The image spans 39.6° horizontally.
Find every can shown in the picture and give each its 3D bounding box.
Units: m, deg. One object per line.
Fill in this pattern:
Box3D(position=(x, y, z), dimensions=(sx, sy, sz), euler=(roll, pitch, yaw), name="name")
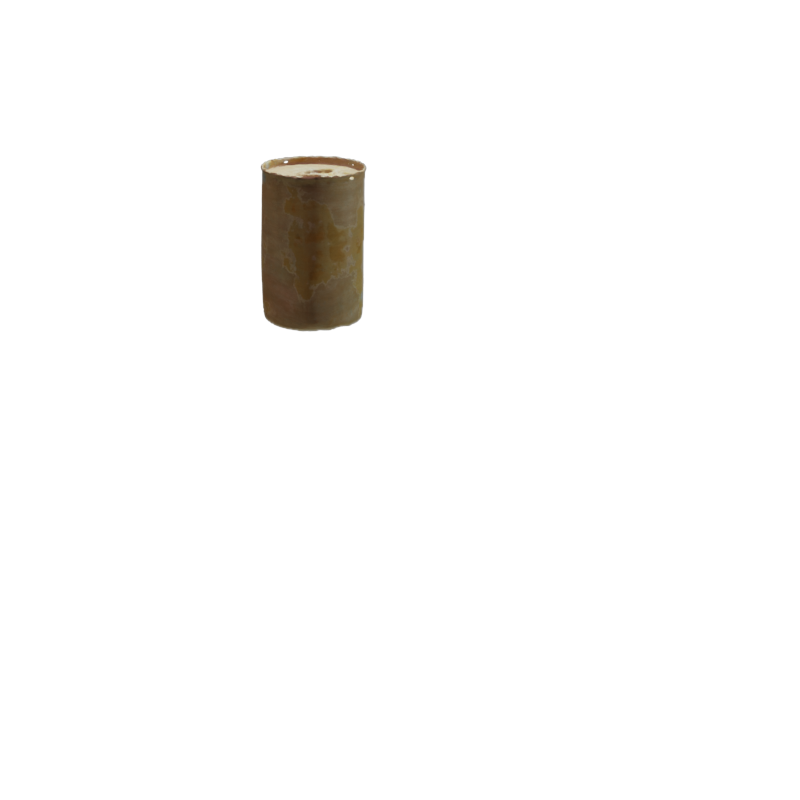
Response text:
Box3D(position=(-0.057, -0.103, 0.724), dimensions=(0.068, 0.098, 0.071), euler=(0, 18, -2), name="can")
